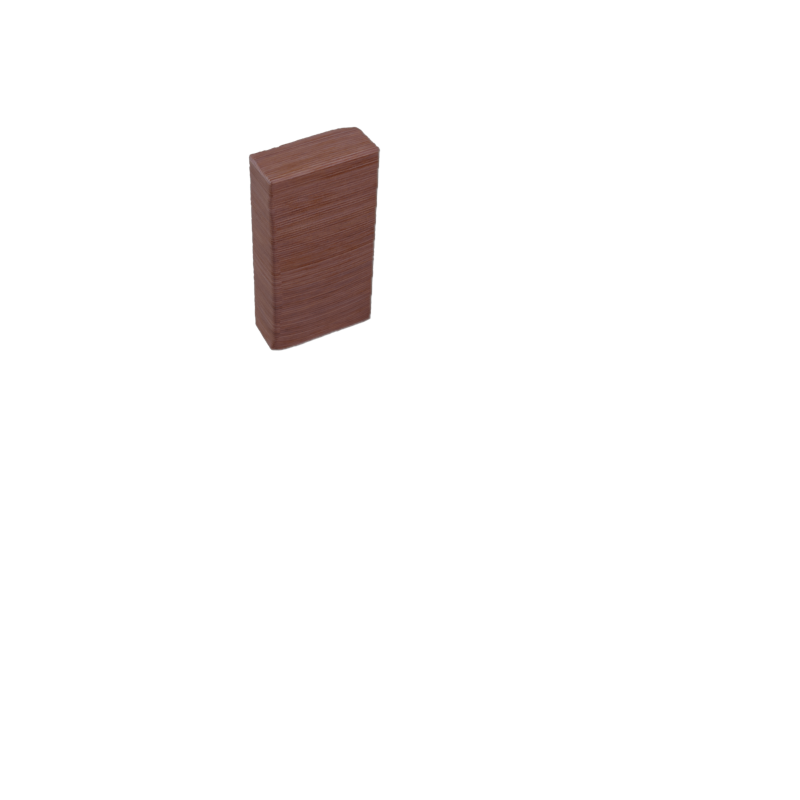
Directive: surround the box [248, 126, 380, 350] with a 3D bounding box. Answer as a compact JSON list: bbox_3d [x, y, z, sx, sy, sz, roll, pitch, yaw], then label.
[{"bbox_3d":[-0.068,-0.124,0.868,0.092,0.164,0.052,-19,46,-23],"label":"box"}]
